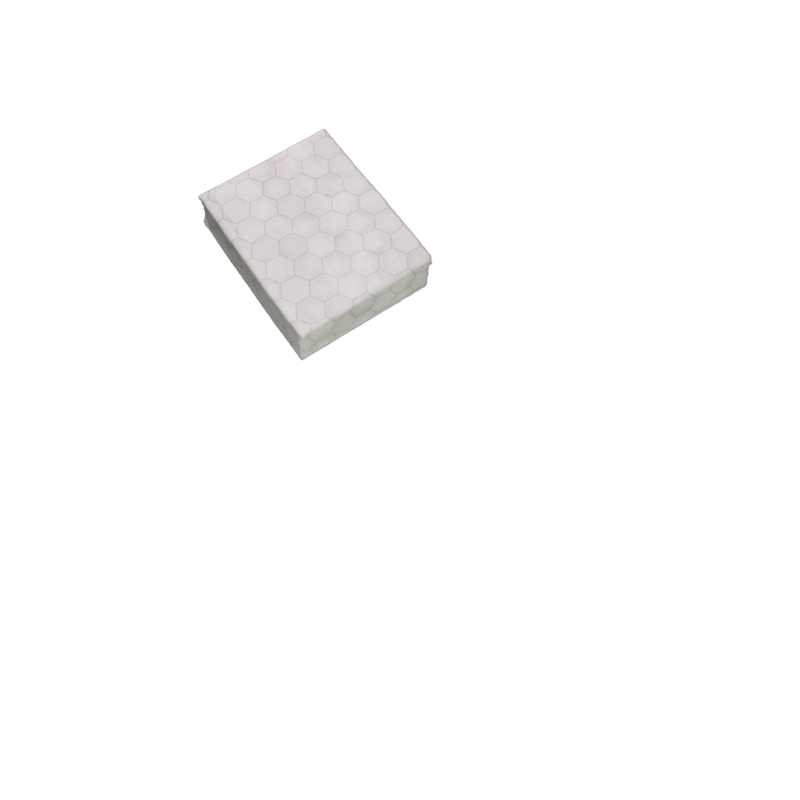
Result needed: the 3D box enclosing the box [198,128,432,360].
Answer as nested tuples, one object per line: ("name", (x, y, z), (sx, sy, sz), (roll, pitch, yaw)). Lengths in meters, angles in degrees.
("box", (-0.050, -0.092, 0.646), (0.090, 0.121, 0.036), (-31, -26, -17))
